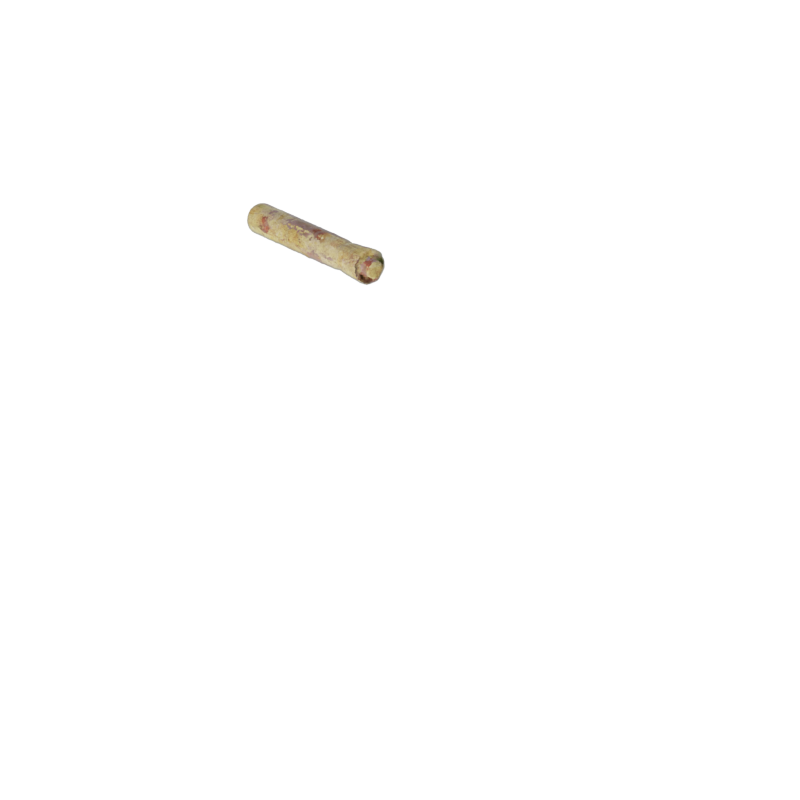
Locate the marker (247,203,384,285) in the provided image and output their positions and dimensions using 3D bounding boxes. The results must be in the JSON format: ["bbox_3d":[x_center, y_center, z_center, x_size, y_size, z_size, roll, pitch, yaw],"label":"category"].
[{"bbox_3d":[-0.047,-0.086,0.606,0.019,0.019,0.129,-3,21,-34],"label":"marker"}]
